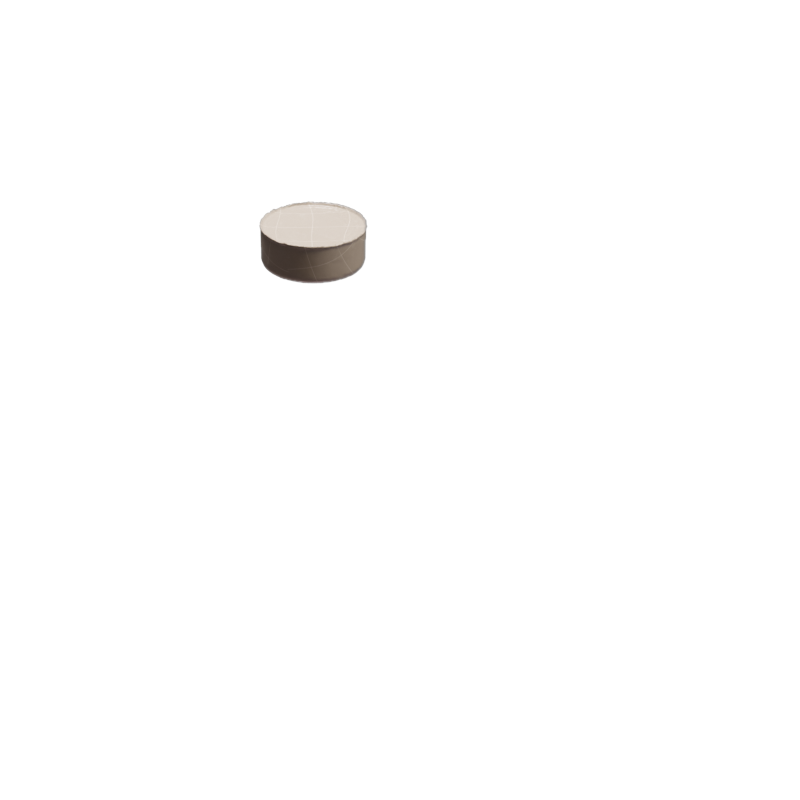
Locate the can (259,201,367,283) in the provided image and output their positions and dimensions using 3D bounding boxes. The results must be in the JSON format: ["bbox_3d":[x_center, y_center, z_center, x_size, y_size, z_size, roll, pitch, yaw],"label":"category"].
[{"bbox_3d":[-0.070,-0.127,0.889,0.086,0.032,0.091,-1,31,-2],"label":"can"}]
